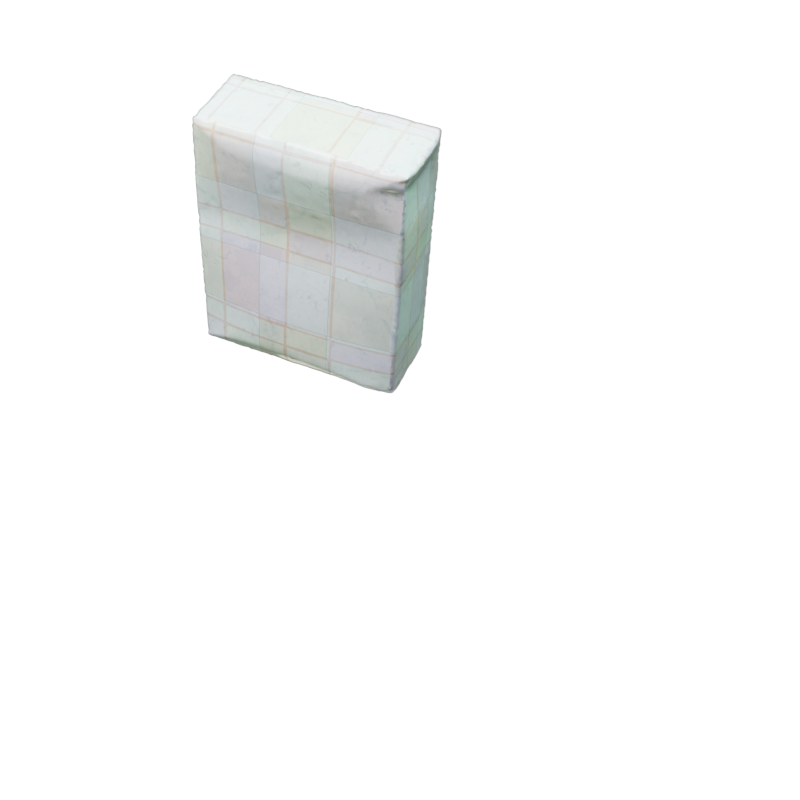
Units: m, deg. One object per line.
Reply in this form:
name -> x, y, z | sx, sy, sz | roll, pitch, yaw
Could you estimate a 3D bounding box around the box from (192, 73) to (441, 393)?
box -> -0.064, -0.117, 0.820 | 0.170, 0.199, 0.074 | 19, 47, 16
